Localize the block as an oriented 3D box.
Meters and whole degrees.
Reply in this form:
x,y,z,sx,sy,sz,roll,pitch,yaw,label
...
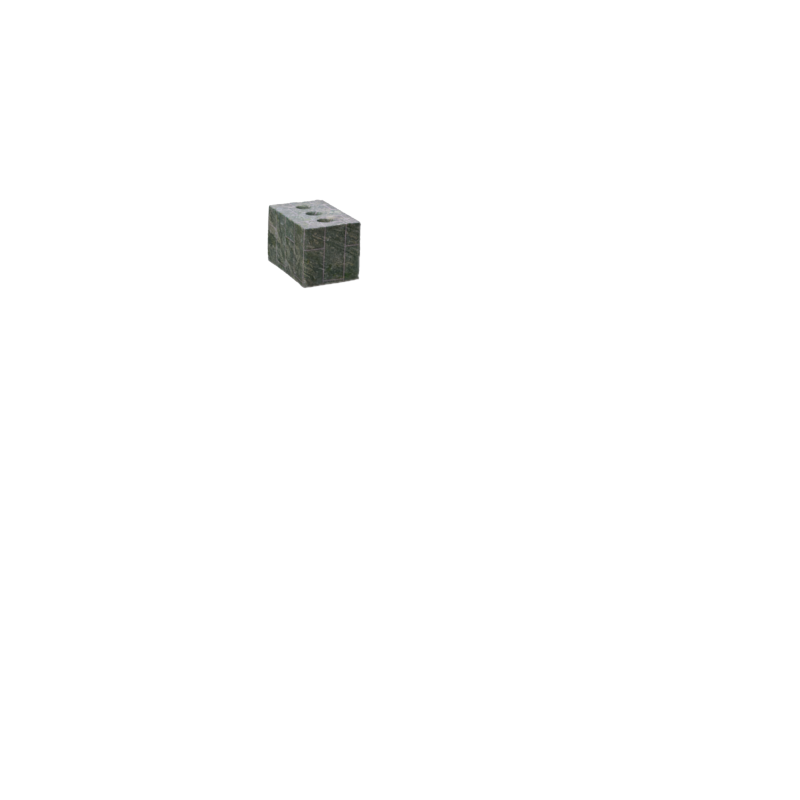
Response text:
x,y,z,sx,sy,sz,roll,pitch,yaw,label
-0.073,-0.132,0.926,0.052,0.049,0.083,-10,25,-26,block
